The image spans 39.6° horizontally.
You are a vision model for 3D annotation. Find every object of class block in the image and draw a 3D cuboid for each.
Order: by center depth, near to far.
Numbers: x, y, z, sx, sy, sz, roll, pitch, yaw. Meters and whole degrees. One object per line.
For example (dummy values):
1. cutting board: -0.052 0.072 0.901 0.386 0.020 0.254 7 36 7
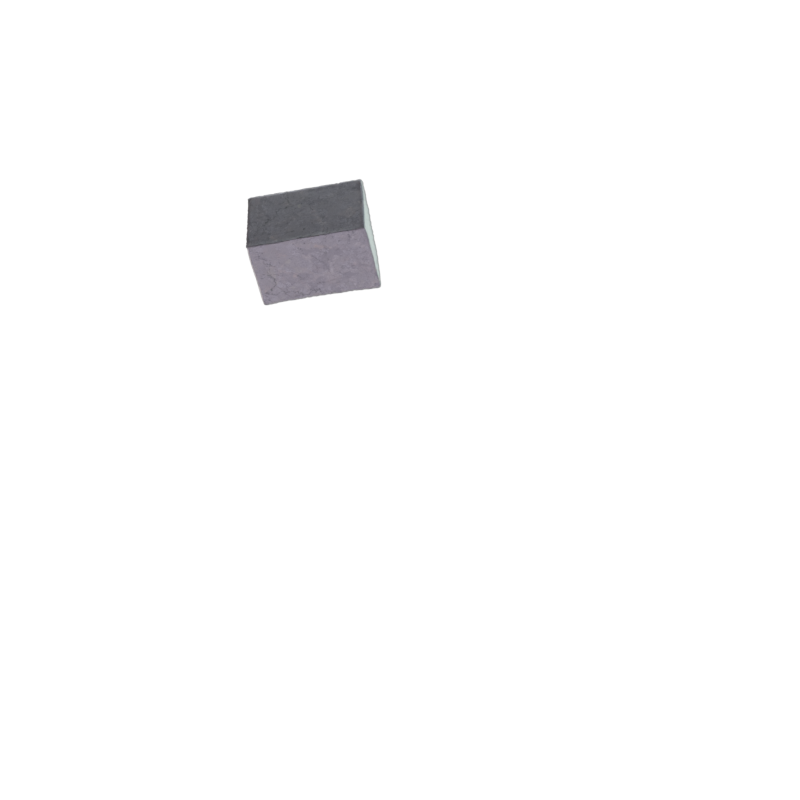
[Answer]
1. block: -0.055 -0.101 0.709 0.078 0.055 0.049 -8 -46 6
